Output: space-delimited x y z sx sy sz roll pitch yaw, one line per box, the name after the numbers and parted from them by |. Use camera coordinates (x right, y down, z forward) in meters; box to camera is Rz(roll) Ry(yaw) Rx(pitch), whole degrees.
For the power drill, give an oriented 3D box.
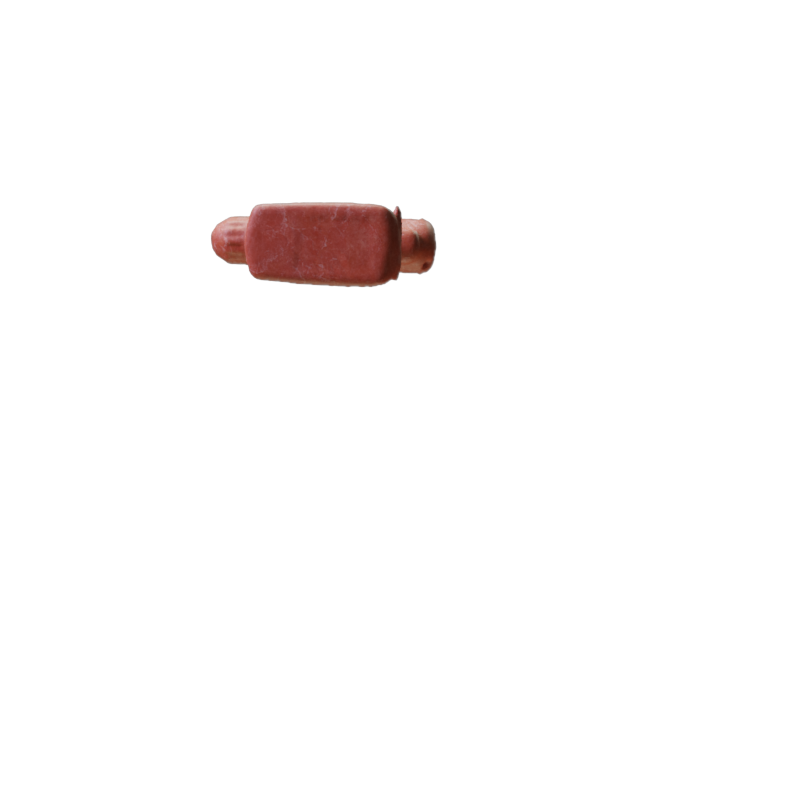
-0.066 -0.119 0.837 0.186 0.057 0.189 1 9 4 | power drill
